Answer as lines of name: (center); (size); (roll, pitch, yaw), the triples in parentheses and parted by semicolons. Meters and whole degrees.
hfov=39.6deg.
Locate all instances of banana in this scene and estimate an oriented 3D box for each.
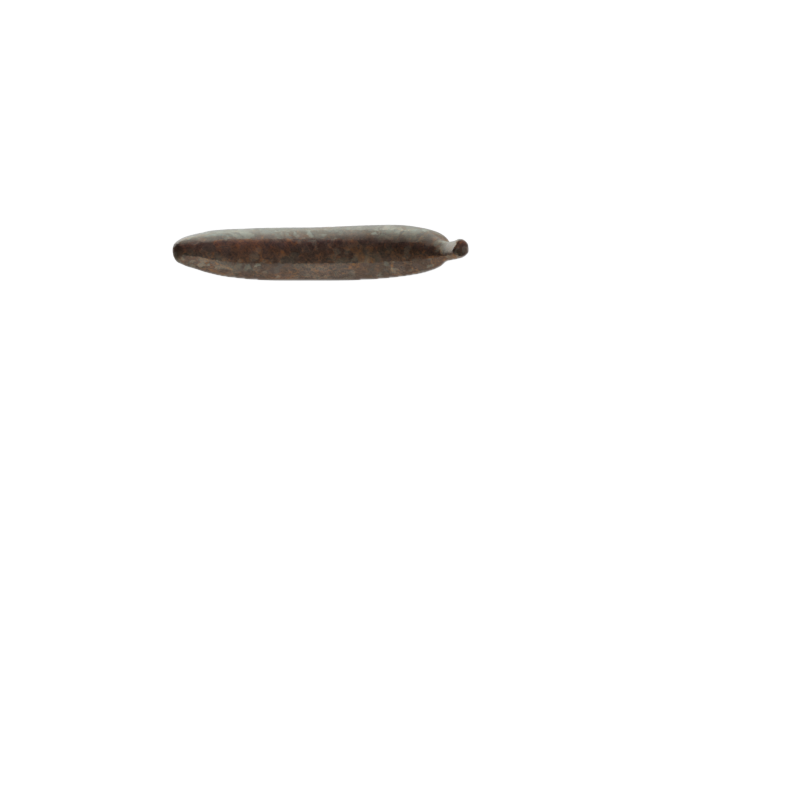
banana: (-0.053, -0.104, 0.759); (0.200, 0.038, 0.067); (-1, -10, 8)
